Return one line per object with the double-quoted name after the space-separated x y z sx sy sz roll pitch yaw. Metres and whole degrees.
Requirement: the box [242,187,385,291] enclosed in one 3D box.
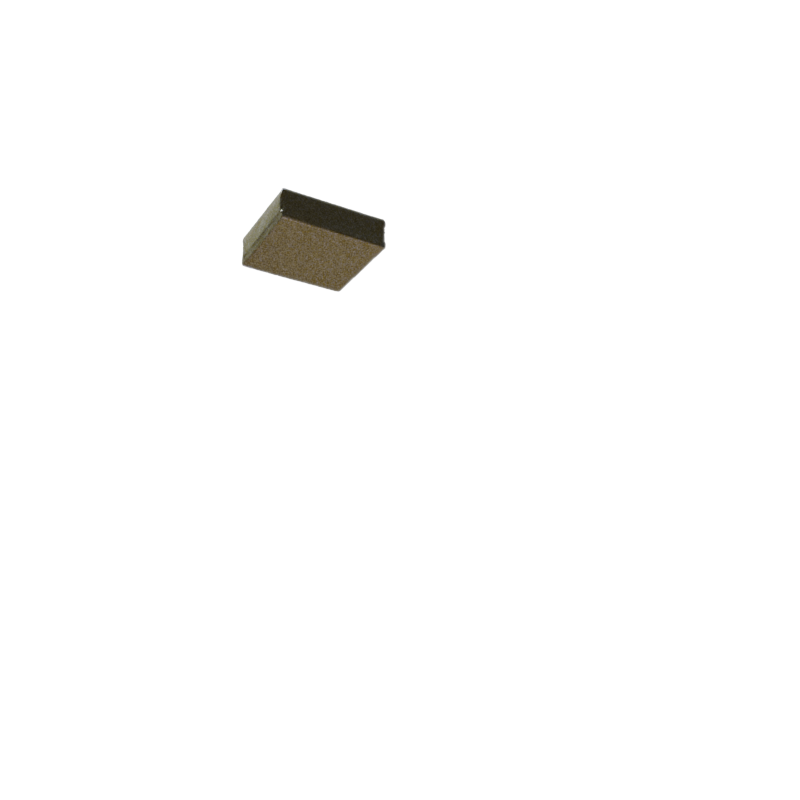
-0.066 -0.121 0.847 0.086 0.032 0.071 14 -32 -24 "box"
